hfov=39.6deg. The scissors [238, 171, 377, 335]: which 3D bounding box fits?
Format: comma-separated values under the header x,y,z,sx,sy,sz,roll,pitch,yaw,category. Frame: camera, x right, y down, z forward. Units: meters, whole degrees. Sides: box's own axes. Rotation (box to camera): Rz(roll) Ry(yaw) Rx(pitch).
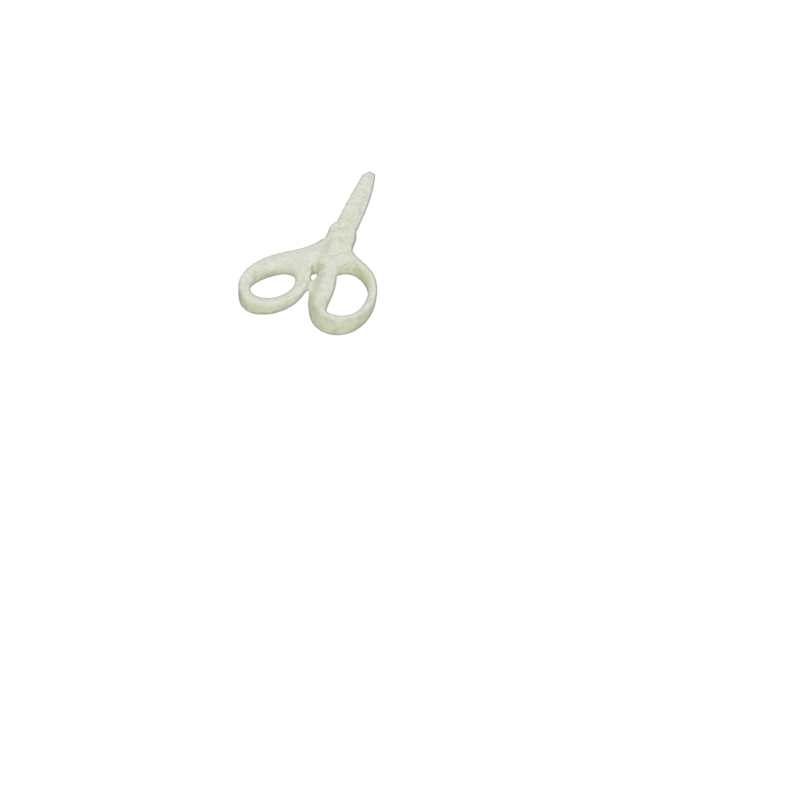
x,y,z,sx,sy,sz,roll,pitch,yaw,category
-0.058,-0.107,0.747,0.096,0.015,0.216,-2,36,-3,scissors
